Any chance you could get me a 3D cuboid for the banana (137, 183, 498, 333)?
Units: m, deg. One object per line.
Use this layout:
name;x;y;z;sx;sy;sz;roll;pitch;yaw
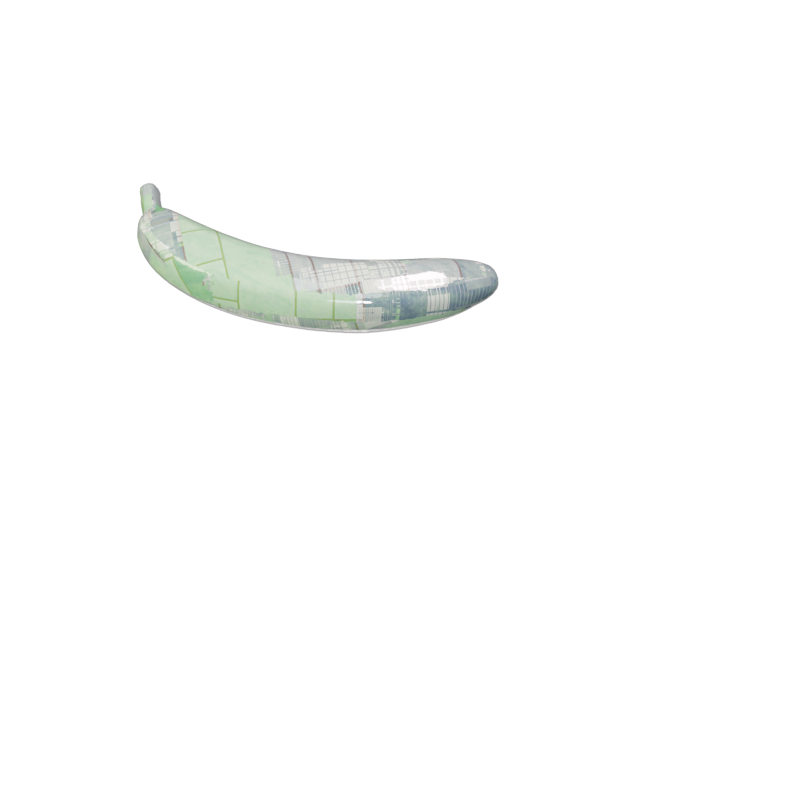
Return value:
banana;-0.053;-0.066;0.555;0.202;0.073;0.034;16;-33;11
